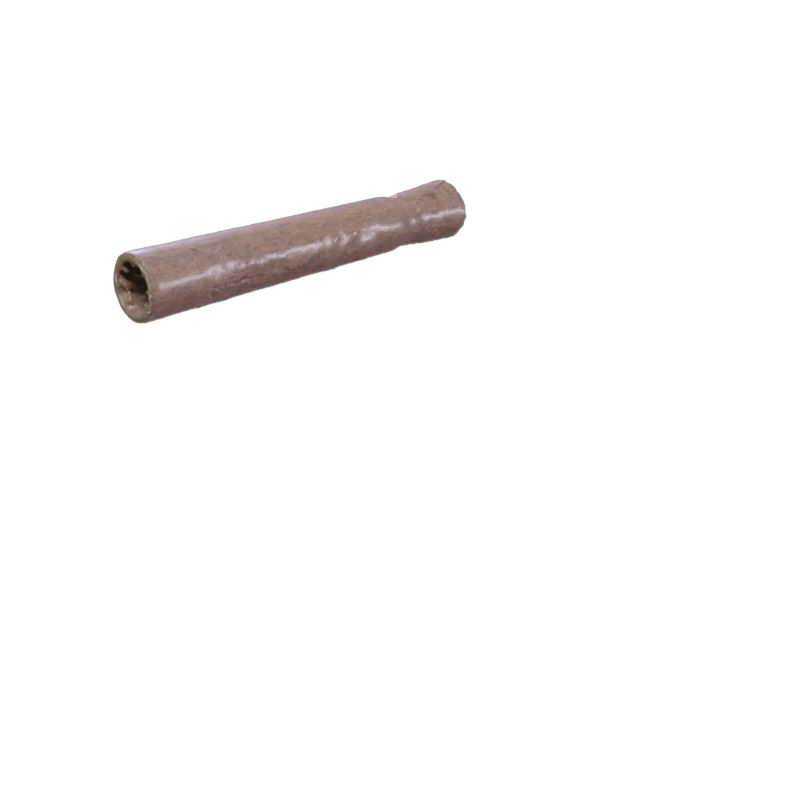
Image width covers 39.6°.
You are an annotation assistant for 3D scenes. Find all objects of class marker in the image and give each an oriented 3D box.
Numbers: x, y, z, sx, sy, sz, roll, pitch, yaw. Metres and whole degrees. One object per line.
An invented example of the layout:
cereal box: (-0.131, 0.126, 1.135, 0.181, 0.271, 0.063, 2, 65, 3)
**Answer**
marker: (-0.025, -0.045, 0.315, 0.119, 0.019, 0.021, -22, 17, -40)
